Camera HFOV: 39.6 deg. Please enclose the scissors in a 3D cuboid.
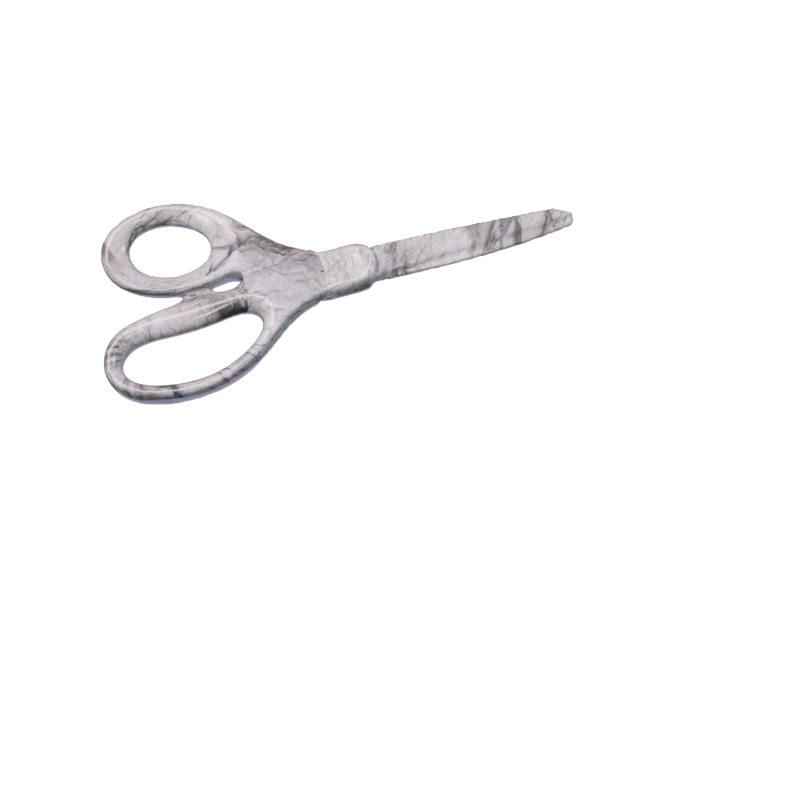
[{"bbox_3d":[-0.036,-0.066,0.464,0.201,0.102,0.015,-29,-25,-15],"label":"scissors"}]
